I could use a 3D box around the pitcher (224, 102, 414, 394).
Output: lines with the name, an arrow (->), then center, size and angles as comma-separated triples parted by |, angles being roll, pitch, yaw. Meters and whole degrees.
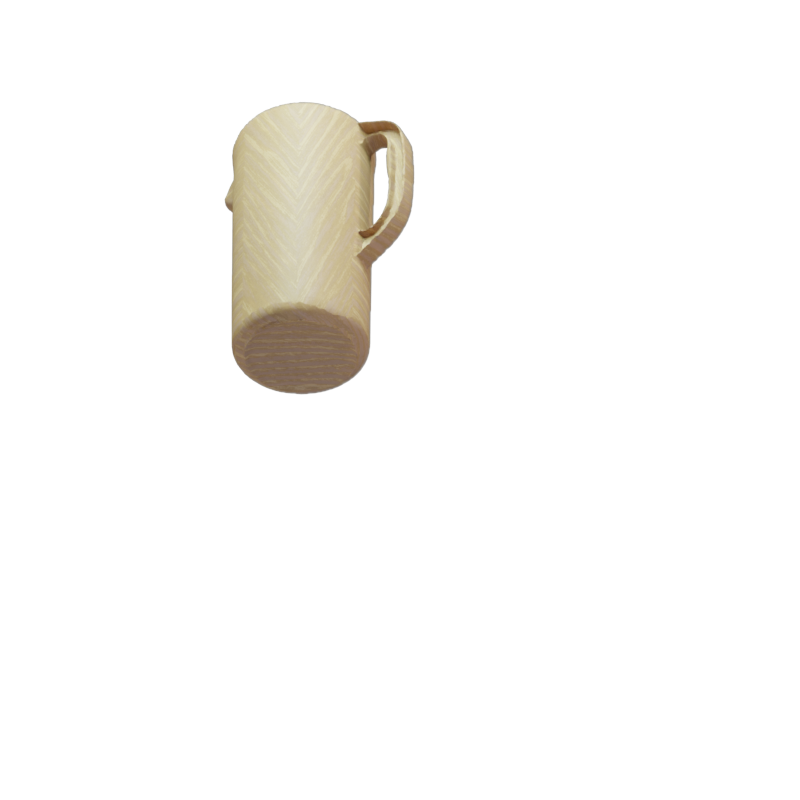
pitcher -> -0.073, -0.133, 0.934 | 0.142, 0.261, 0.142 | 10, -43, -14
